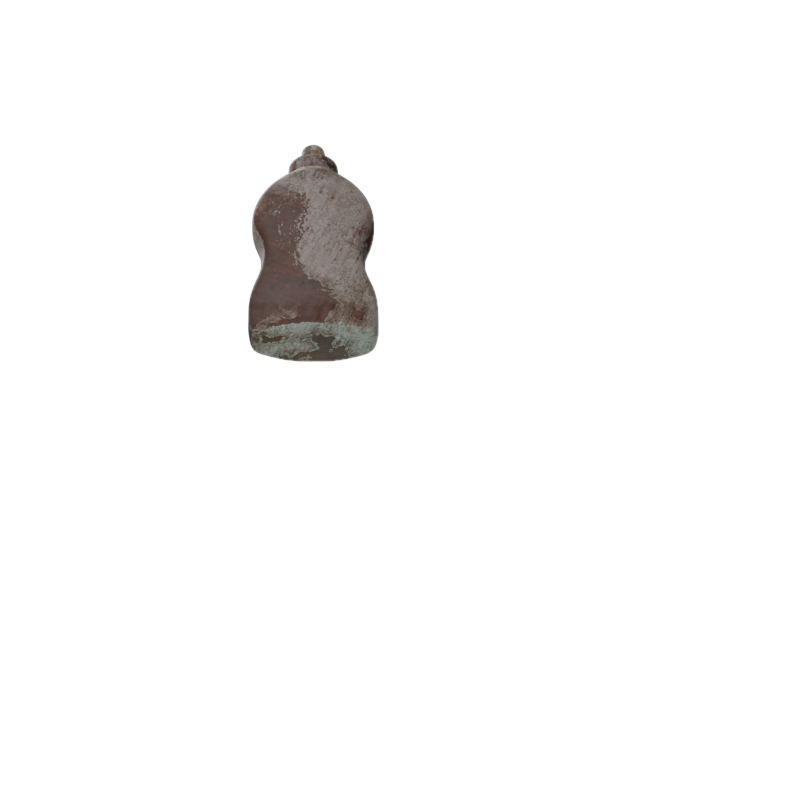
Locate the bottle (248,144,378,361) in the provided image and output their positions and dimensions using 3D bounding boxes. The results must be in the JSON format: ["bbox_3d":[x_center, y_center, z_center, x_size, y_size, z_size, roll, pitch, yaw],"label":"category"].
[{"bbox_3d":[-0.068,-0.124,0.867,0.096,0.205,0.054,-2,-36,-1],"label":"bottle"}]
